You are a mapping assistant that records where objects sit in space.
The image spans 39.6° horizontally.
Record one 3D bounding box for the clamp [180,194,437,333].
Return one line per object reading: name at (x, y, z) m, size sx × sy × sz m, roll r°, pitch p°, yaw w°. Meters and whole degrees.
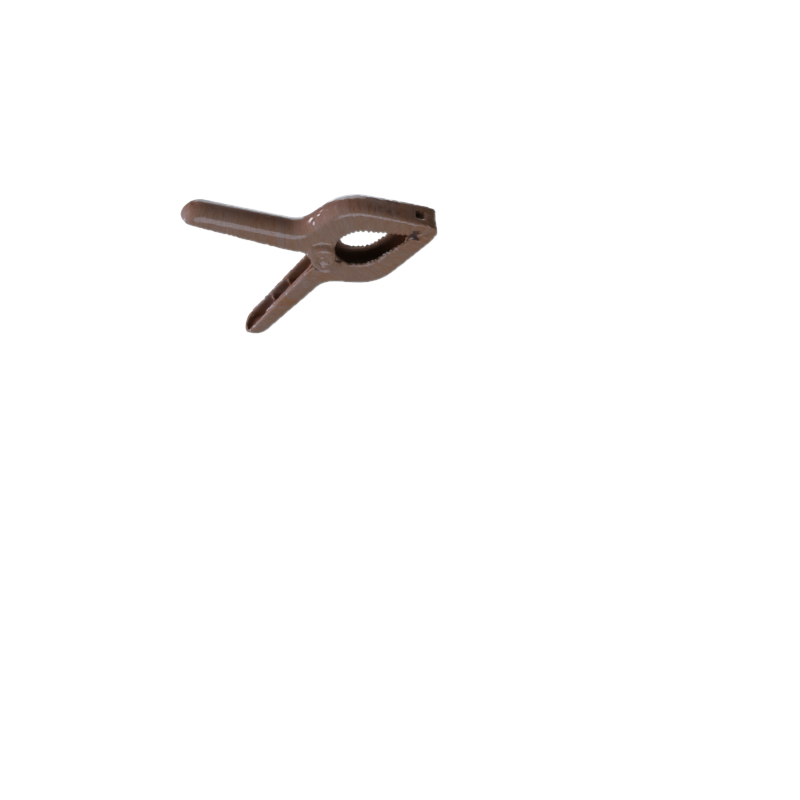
clamp at (-0.075, -0.136, 0.956) m, size 0.212 × 0.039 × 0.152 m, roll -16°, pitch -42°, yaw 18°
